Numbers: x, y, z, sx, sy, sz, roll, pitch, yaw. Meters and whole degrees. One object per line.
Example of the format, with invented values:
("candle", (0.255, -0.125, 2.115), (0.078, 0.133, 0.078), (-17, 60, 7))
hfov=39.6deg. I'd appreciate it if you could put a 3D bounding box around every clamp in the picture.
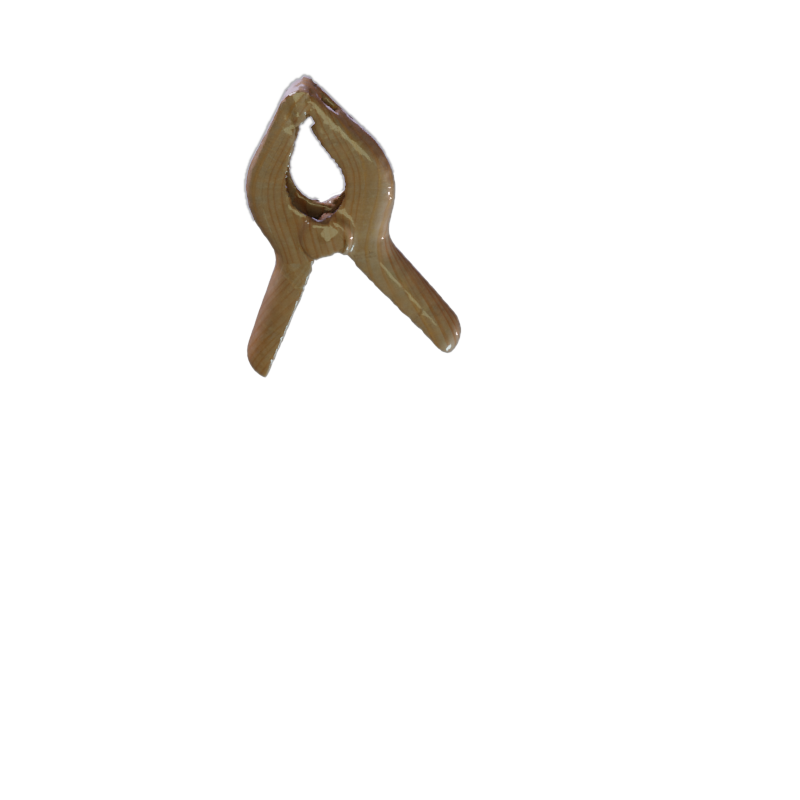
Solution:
("clamp", (-0.047, -0.086, 0.600), (0.120, 0.163, 0.041), (-18, 20, 7))
